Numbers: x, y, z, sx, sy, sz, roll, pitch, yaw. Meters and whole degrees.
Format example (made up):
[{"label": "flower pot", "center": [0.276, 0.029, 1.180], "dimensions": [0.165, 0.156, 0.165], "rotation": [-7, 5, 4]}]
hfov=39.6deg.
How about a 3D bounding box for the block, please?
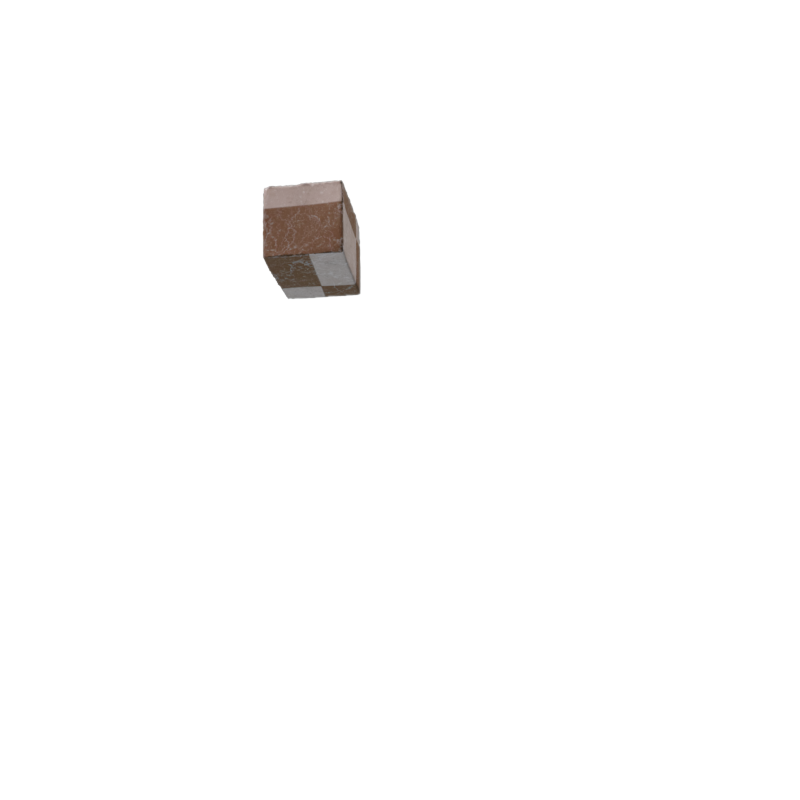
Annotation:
[{"label": "block", "center": [-0.057, -0.104, 0.728], "dimensions": [0.053, 0.054, 0.074], "rotation": [-3, -18, 7]}]
